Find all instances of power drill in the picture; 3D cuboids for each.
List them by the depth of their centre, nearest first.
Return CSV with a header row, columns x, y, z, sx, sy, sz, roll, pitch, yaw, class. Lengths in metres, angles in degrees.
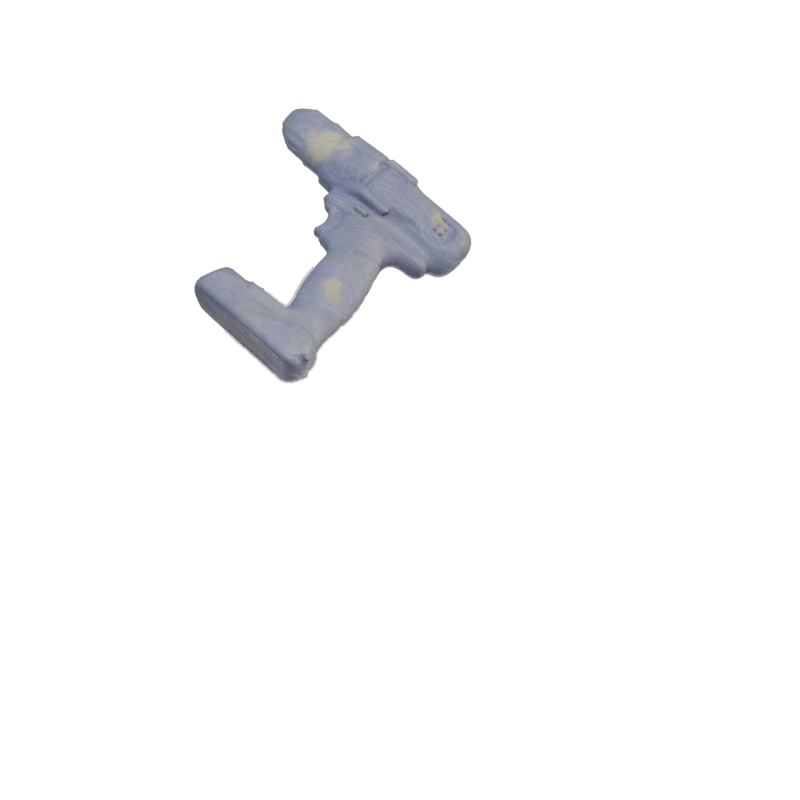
x,y,z,sx,sy,sz,roll,pitch,yaw,class
-0.067,-0.122,0.853,0.192,0.190,0.054,40,-19,16,power drill
